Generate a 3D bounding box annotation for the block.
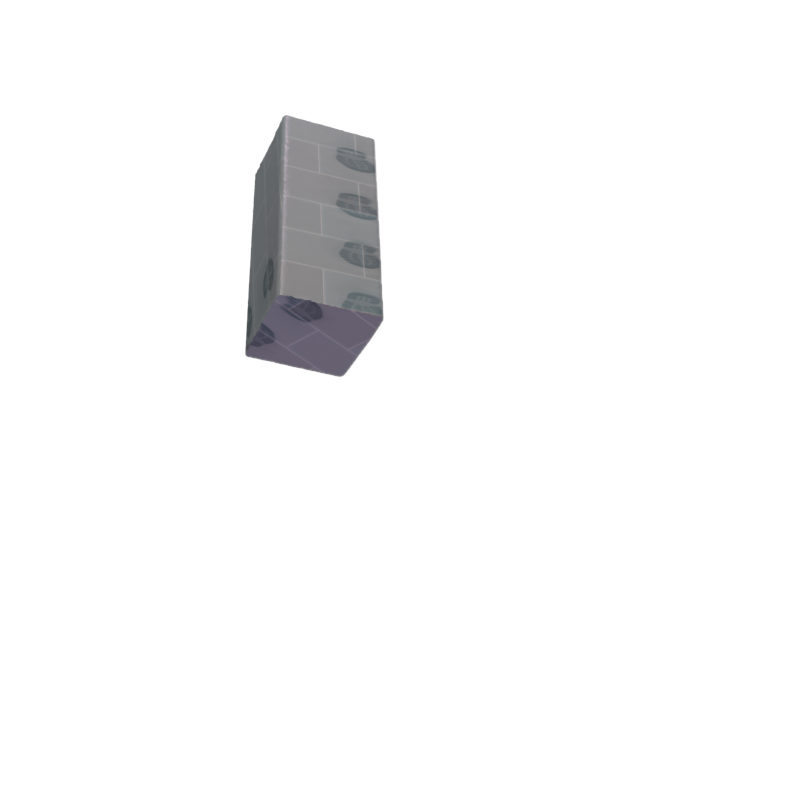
[{"bbox_3d":[-0.075,-0.136,0.957,0.088,0.221,0.087,12,-41,-19],"label":"block"}]
